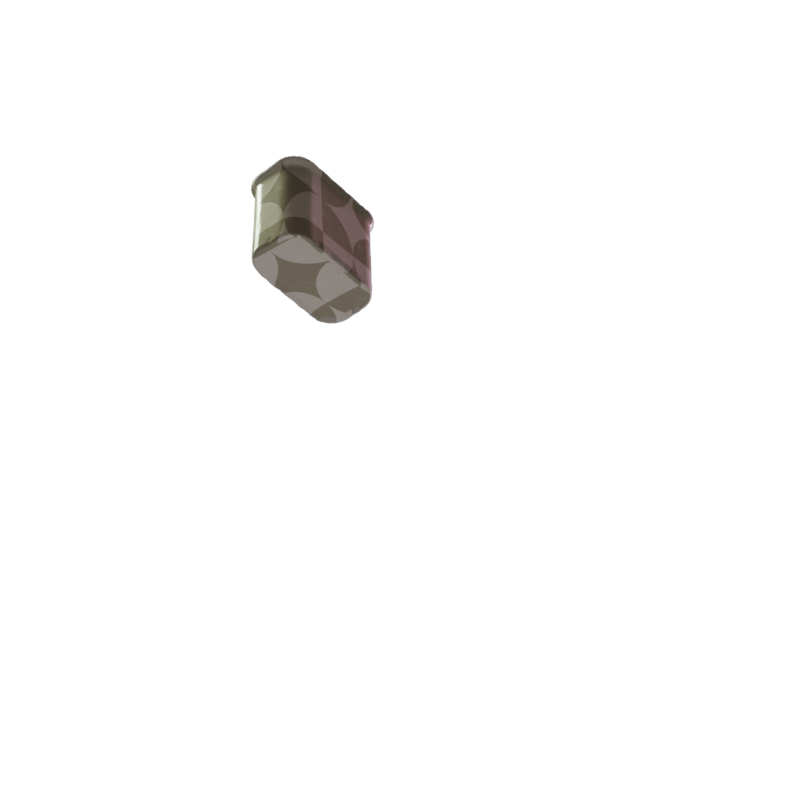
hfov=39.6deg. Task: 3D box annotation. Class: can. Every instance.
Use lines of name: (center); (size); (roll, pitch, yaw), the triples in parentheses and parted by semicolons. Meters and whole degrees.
can: (-0.065, -0.118, 0.828); (0.057, 0.090, 0.095); (-31, -50, 27)
